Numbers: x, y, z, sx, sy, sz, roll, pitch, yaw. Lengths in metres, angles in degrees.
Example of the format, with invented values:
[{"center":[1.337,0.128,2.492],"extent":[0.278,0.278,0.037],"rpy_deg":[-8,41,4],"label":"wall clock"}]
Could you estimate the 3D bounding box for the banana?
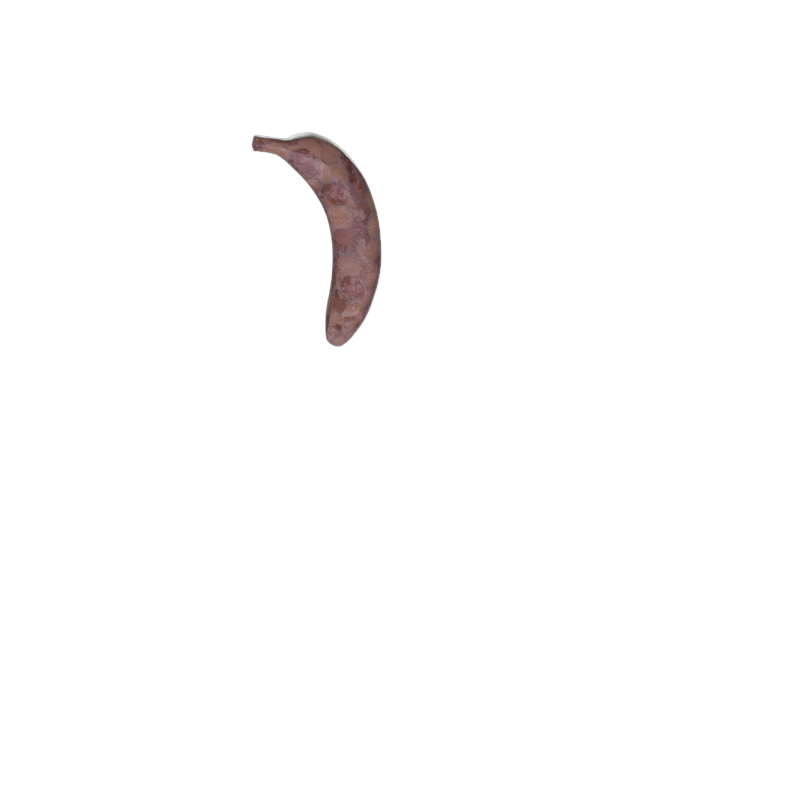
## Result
[{"center":[-0.049,-0.127,0.834],"extent":[0.070,0.184,0.039],"rpy_deg":[-14,33,9],"label":"banana"}]
